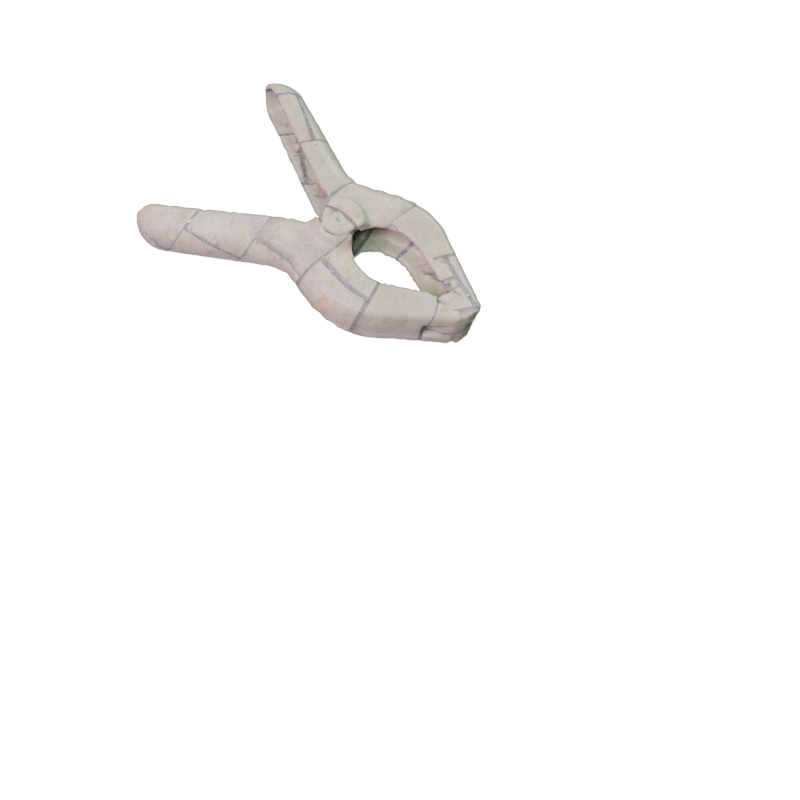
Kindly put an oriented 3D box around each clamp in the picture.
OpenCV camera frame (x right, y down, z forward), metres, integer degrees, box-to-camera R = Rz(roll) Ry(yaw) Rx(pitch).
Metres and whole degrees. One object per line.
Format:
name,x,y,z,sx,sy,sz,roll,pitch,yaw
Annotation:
clamp,-0.043,-0.079,0.555,0.180,0.121,0.037,41,-21,19
